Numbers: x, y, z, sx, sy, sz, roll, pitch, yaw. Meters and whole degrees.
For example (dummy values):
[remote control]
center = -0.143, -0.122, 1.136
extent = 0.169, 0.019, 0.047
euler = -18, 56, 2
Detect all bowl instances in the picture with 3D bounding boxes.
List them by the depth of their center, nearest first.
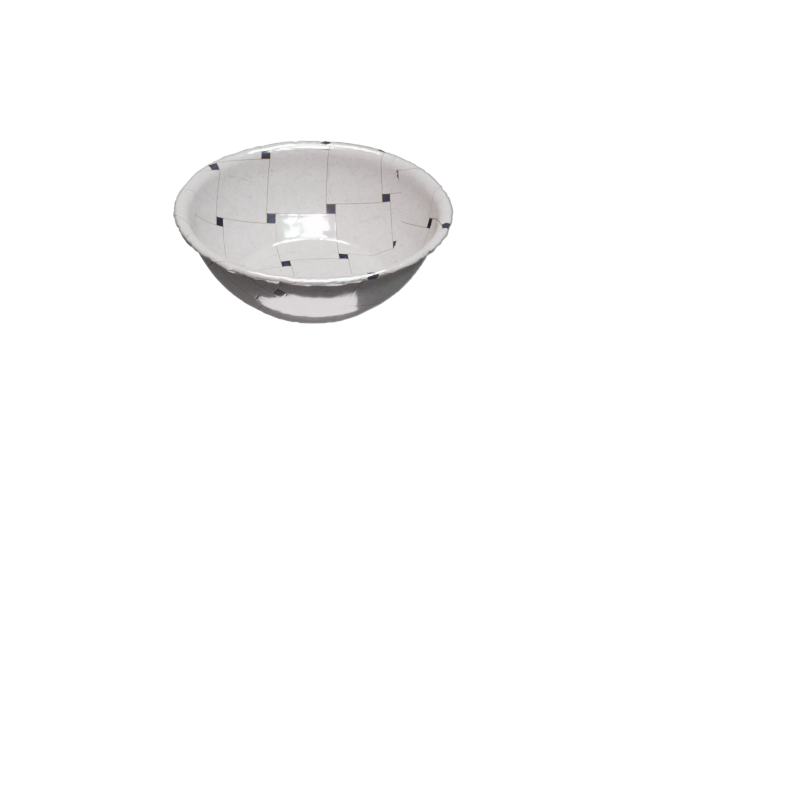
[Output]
[bowl]
center = -0.052, -0.094, 0.658
extent = 0.162, 0.051, 0.173
euler = -1, 38, -2
